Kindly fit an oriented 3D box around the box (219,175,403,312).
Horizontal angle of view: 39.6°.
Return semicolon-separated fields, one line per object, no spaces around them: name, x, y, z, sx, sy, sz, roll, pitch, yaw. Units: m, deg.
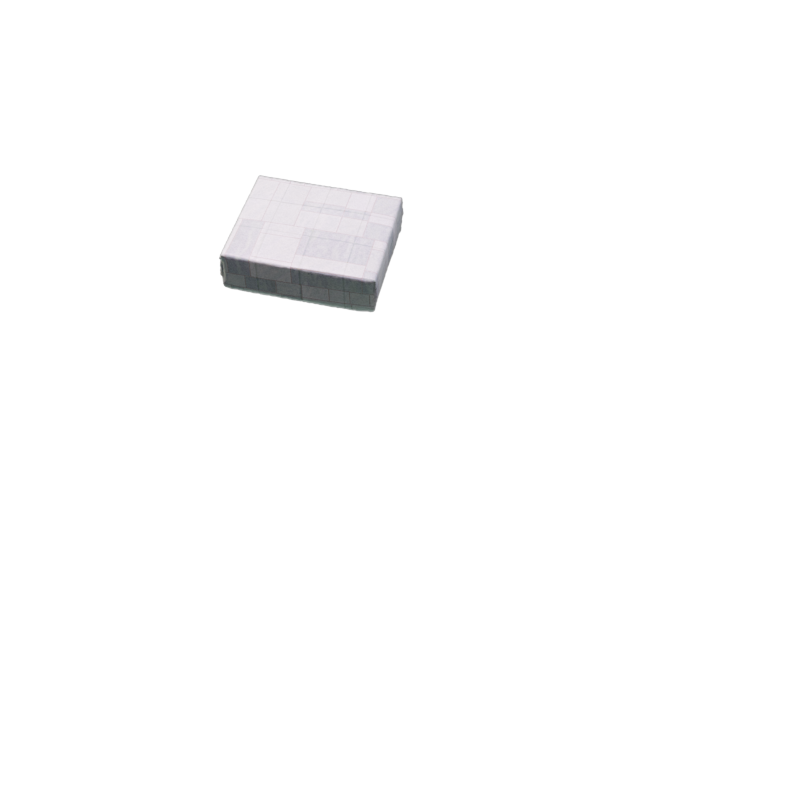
box;-0.062;-0.113;0.791;0.115;0.095;0.036;11;-41;9
